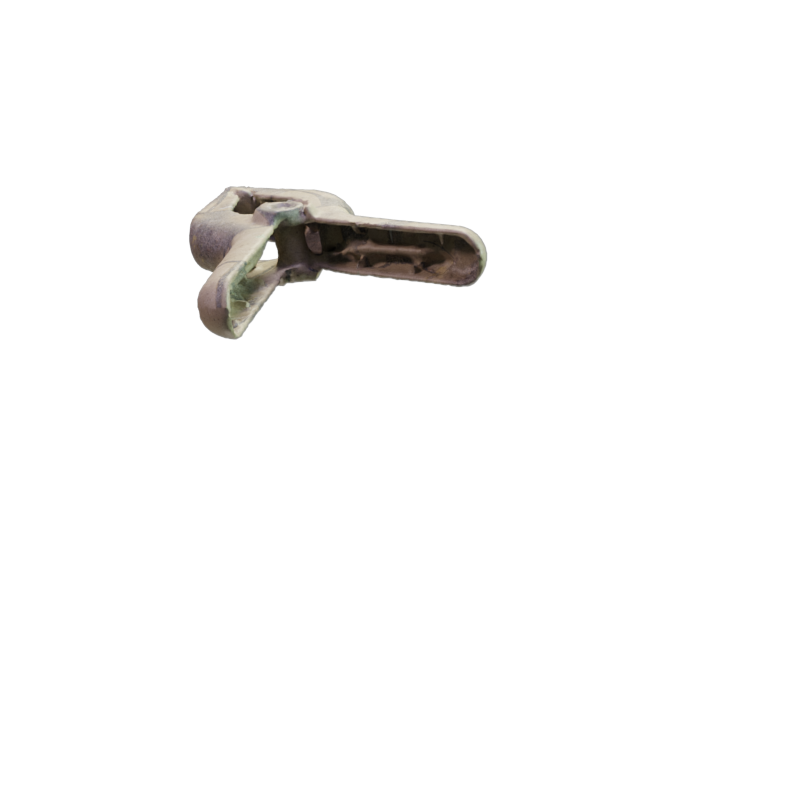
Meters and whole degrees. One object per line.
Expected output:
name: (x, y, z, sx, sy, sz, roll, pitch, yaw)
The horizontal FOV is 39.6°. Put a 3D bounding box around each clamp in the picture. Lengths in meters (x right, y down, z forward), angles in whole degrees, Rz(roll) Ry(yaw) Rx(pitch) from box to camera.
clamp: (-0.039, -0.072, 0.501, 0.118, 0.037, 0.182, -6, 24, -13)
